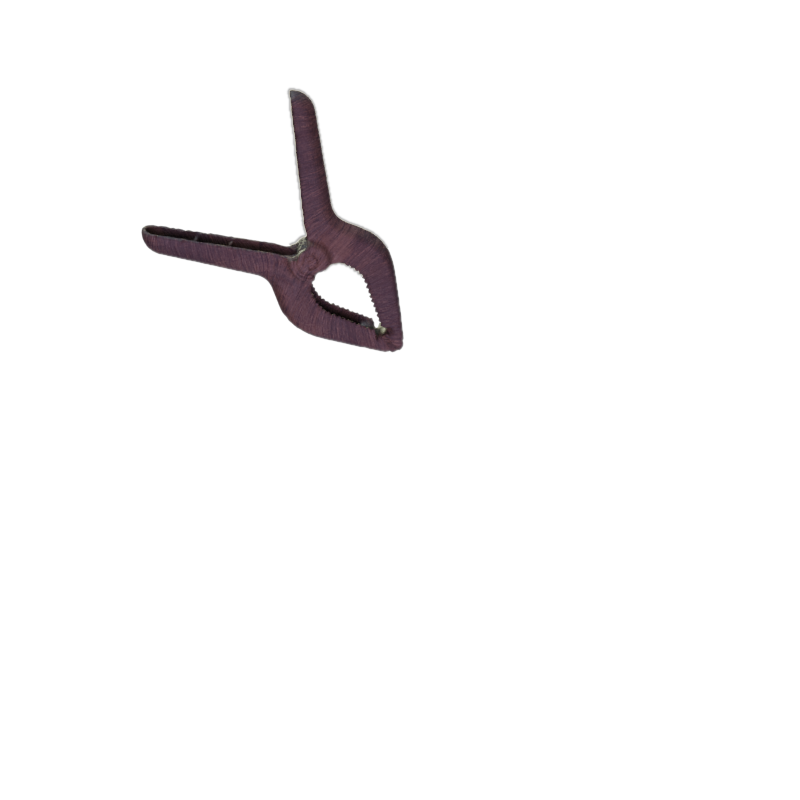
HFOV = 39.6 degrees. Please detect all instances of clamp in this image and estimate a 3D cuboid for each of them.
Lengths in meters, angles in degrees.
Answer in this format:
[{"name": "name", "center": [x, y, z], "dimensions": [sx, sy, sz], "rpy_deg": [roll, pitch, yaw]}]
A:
[{"name": "clamp", "center": [-0.065, -0.119, 0.834], "dimensions": [0.203, 0.162, 0.038], "rpy_deg": [38, 17, -14]}]
